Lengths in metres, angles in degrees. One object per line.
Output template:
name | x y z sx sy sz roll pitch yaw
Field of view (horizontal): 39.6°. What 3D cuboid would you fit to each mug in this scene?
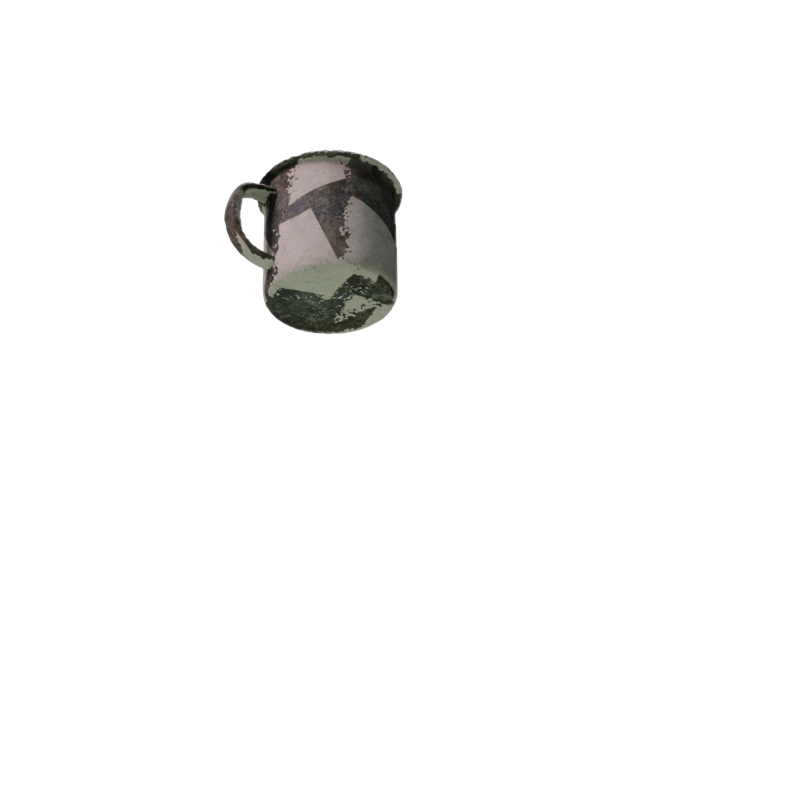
mug | -0.053 -0.097 0.680 0.112 0.087 0.092 18 -36 -28
